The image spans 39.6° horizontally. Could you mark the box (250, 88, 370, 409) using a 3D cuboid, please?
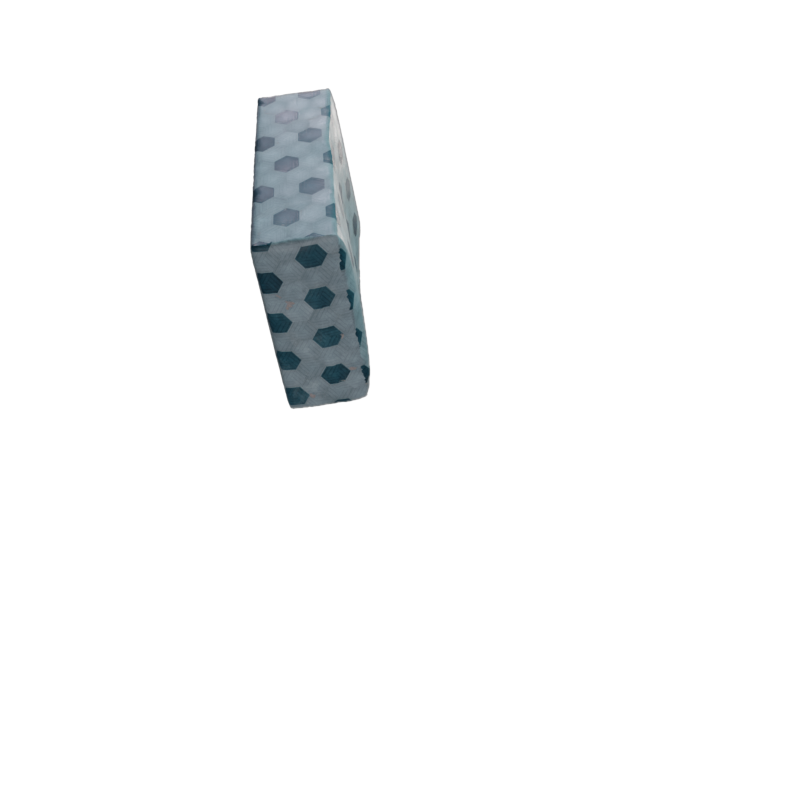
[{"bbox_3d":[-0.070,-0.128,0.894,0.072,0.152,0.229,-8,41,3],"label":"box"}]
